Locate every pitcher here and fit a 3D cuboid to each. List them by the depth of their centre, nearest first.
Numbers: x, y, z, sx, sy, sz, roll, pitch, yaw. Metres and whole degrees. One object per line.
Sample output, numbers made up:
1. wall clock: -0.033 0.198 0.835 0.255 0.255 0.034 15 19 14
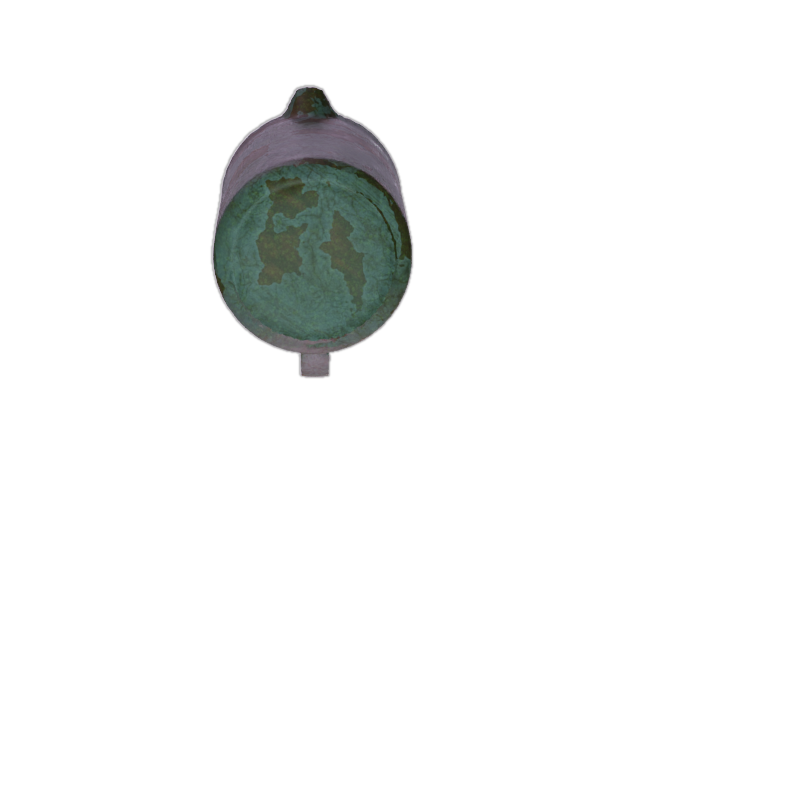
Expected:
1. pitcher: -0.055 -0.101 0.705 0.145 0.144 0.251 44 9 -14
